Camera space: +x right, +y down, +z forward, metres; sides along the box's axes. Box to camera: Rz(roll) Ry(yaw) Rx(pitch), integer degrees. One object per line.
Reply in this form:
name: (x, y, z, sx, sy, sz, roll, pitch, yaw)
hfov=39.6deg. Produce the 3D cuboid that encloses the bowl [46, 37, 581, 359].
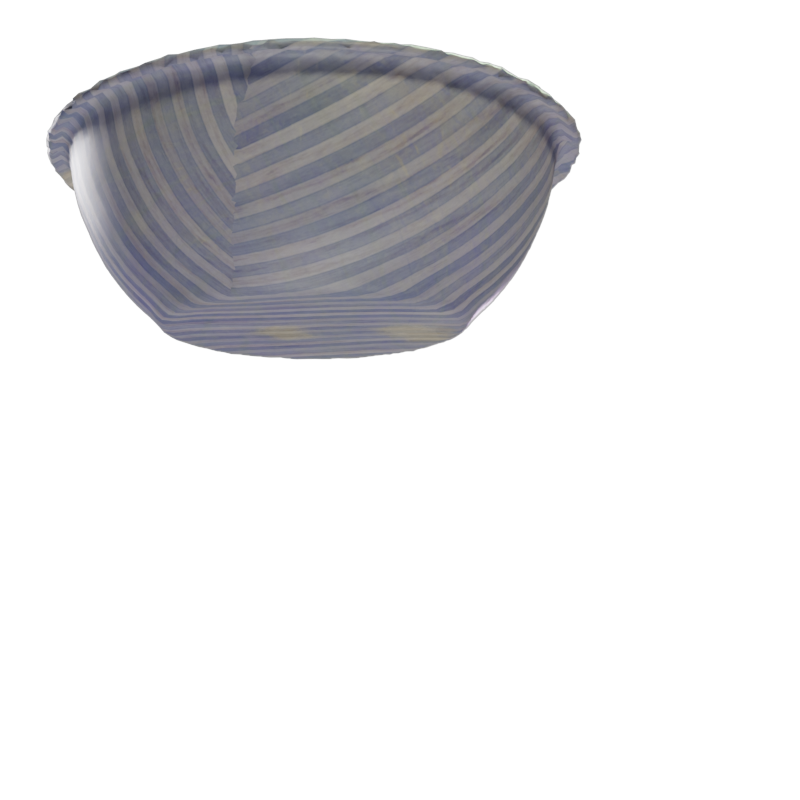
bowl: (-0.026, -0.048, 0.336, 0.162, 0.057, 0.157, 0, -10, -2)
